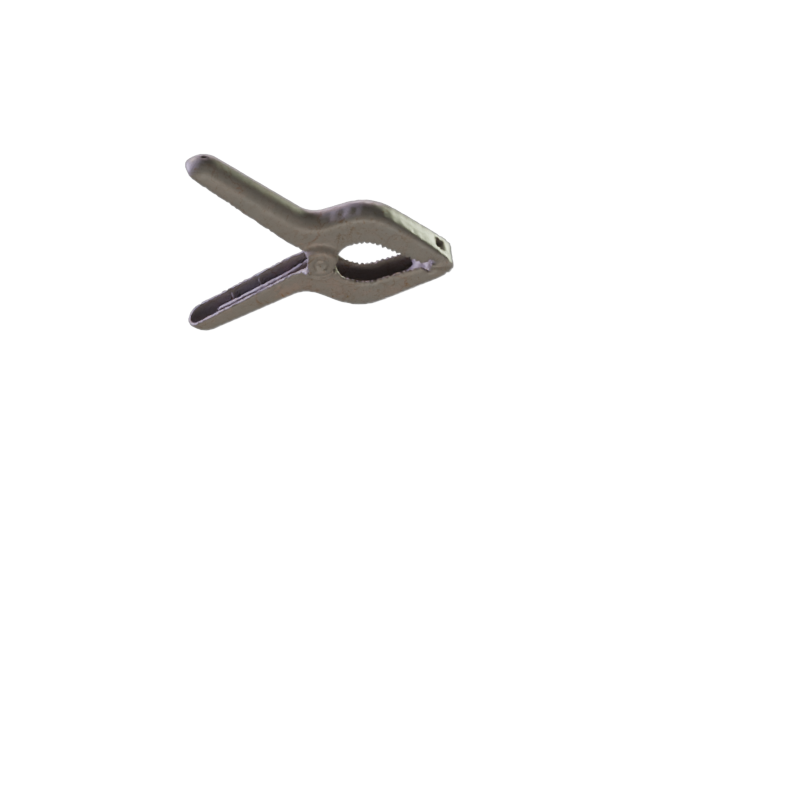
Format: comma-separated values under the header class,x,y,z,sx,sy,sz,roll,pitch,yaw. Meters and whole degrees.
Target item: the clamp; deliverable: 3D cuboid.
class,x,y,z,sx,sy,sz,roll,pitch,yaw
clamp,-0.066,-0.120,0.837,0.210,0.153,0.039,-2,45,2
